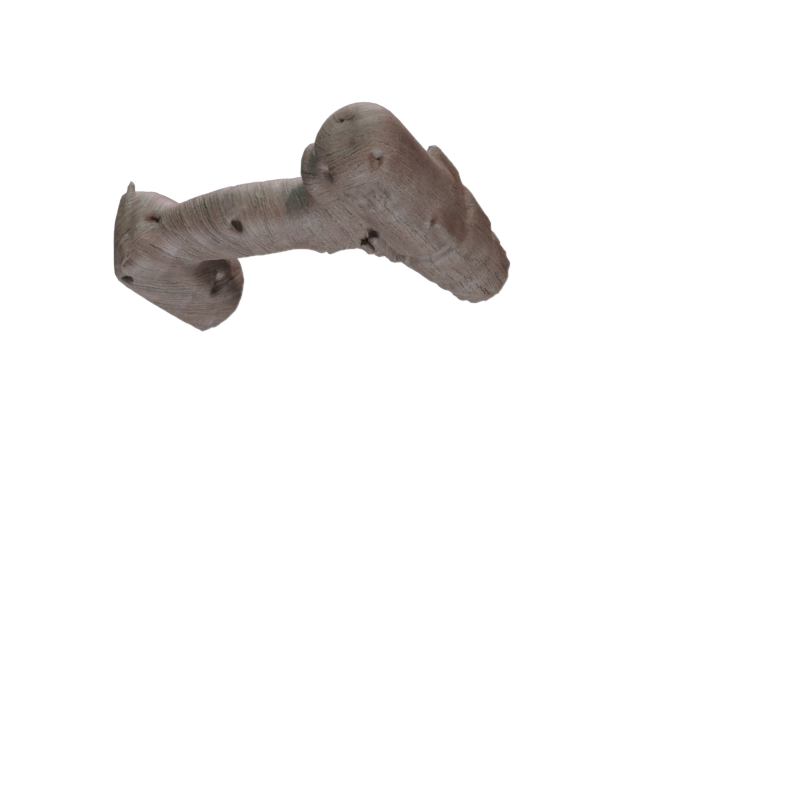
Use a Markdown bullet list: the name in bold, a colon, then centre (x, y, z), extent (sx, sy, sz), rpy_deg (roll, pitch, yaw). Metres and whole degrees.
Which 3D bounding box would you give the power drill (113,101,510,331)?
- **power drill**: centre (-0.048, -0.088, 0.615), extent (0.191, 0.061, 0.171), rpy_deg (-11, -26, 24)
